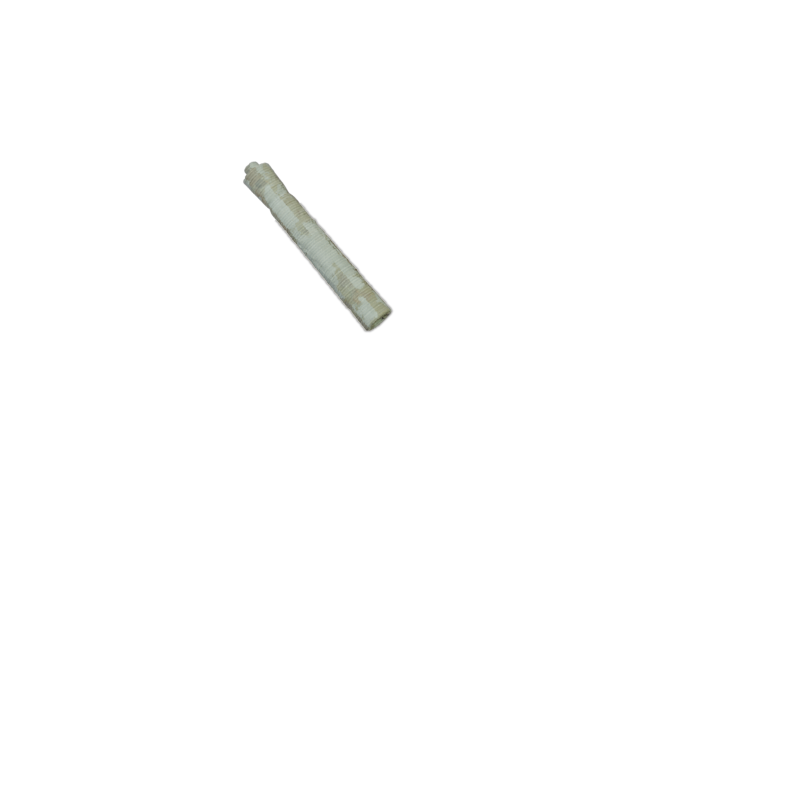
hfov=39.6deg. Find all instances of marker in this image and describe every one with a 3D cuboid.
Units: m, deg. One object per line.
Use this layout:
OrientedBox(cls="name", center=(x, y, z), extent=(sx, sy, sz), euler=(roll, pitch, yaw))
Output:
OrientedBox(cls="marker", center=(-0.050, -0.091, 0.636), extent=(0.020, 0.126, 0.019), euler=(-36, -15, -11))
